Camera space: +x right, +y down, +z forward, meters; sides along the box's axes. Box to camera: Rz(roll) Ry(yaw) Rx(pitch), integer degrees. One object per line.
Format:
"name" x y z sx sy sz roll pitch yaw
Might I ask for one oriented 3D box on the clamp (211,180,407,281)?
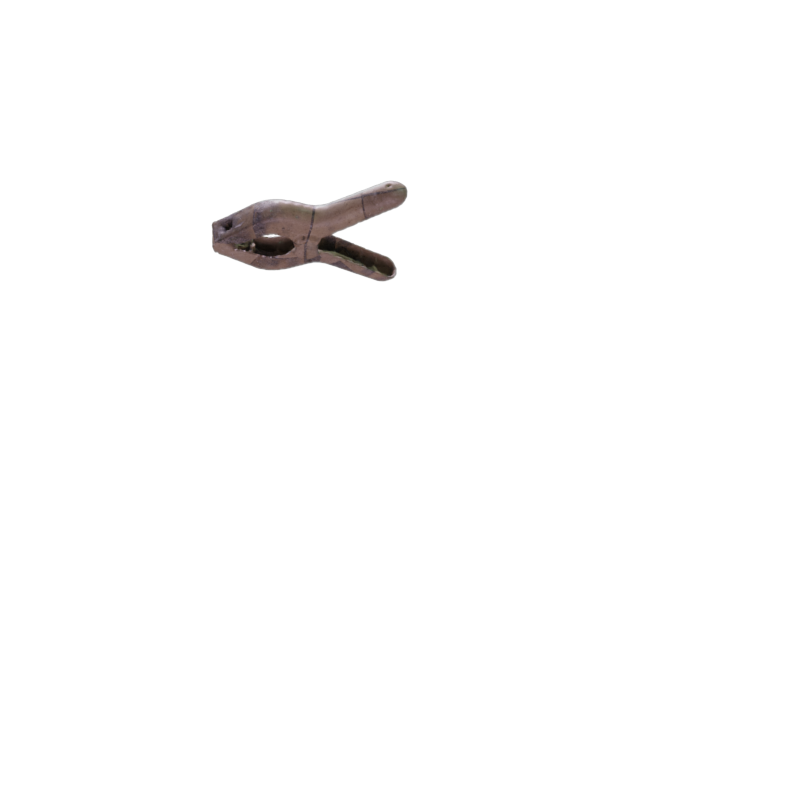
"clamp" -0.076 -0.139 0.971 0.172 0.042 0.111 -4 -41 4
